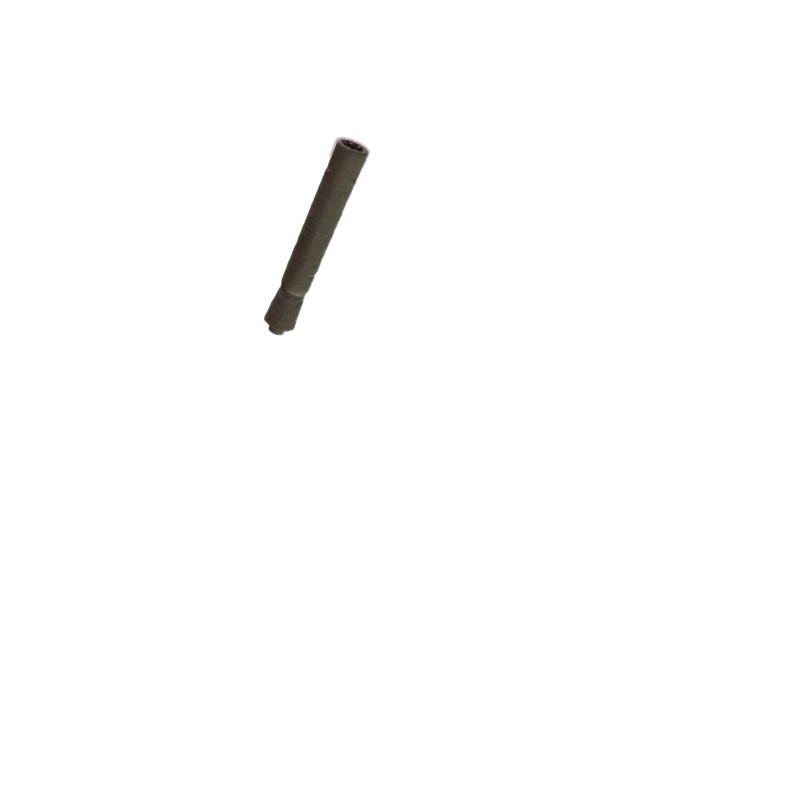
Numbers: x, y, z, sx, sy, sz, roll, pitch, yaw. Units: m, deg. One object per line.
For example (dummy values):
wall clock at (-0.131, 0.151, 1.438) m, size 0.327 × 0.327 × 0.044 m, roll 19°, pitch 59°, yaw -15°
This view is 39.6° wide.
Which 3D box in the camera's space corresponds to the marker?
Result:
marker at (-0.049, -0.089, 0.621) m, size 0.019 × 0.117 × 0.021 m, roll 20°, pitch 22°, yaw -12°
